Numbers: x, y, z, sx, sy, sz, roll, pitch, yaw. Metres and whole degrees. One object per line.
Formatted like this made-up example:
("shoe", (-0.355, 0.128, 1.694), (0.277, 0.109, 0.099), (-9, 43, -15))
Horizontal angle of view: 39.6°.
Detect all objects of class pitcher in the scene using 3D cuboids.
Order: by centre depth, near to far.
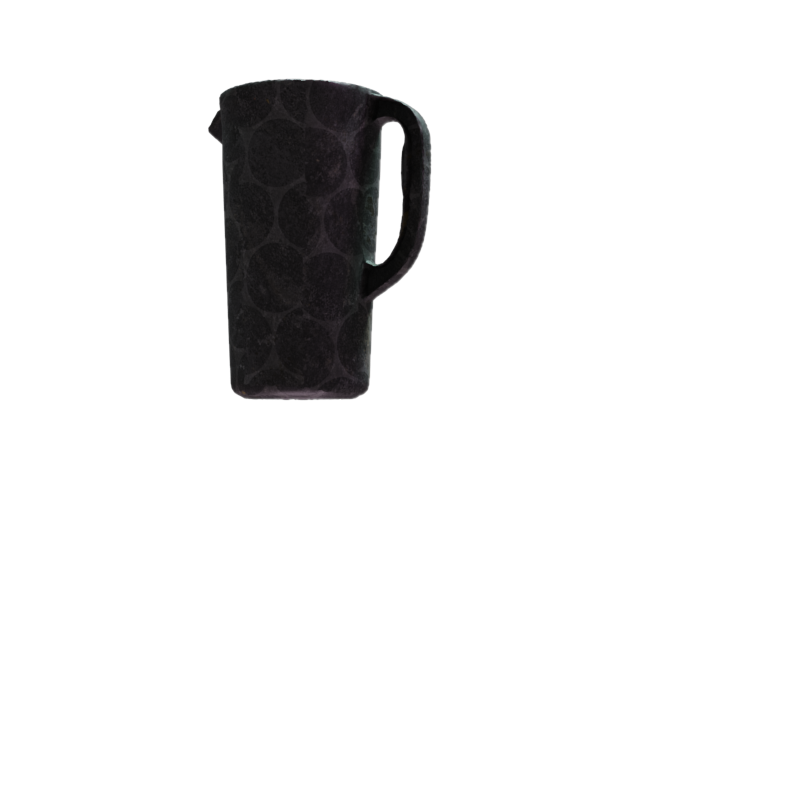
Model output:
("pitcher", (-0.068, -0.124, 0.866), (0.141, 0.246, 0.152), (2, -5, -23))
